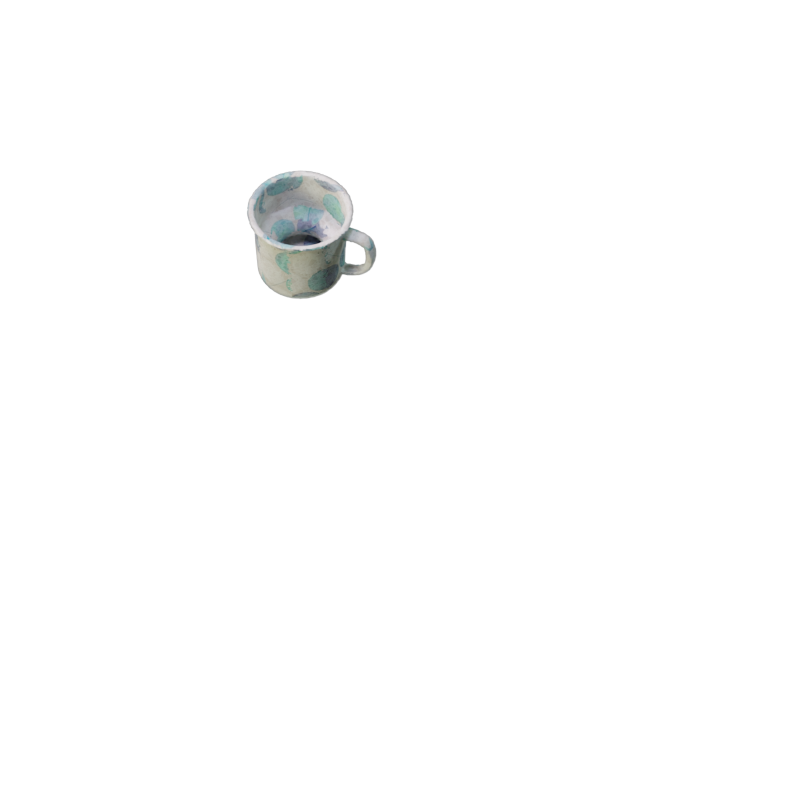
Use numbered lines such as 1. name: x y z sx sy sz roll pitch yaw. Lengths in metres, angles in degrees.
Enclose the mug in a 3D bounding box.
1. mug: -0.078 -0.142 0.995 0.119 0.098 0.076 14 -35 9
